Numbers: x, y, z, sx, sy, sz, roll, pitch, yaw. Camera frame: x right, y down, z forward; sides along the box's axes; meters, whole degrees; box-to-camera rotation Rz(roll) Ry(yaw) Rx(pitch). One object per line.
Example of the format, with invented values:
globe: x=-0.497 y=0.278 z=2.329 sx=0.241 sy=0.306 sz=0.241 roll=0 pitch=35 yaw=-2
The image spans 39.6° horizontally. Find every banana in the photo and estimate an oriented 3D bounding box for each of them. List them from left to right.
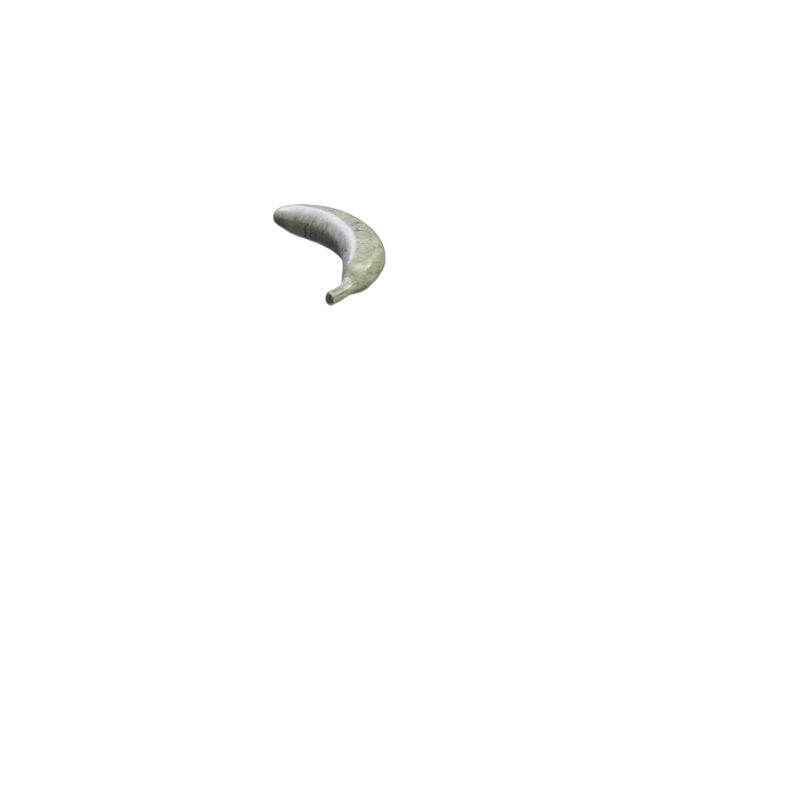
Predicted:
banana: x=-0.057 y=-0.138 z=0.967 sx=0.068 sy=0.035 sz=0.211 roll=-8 pitch=28 yaw=-16
